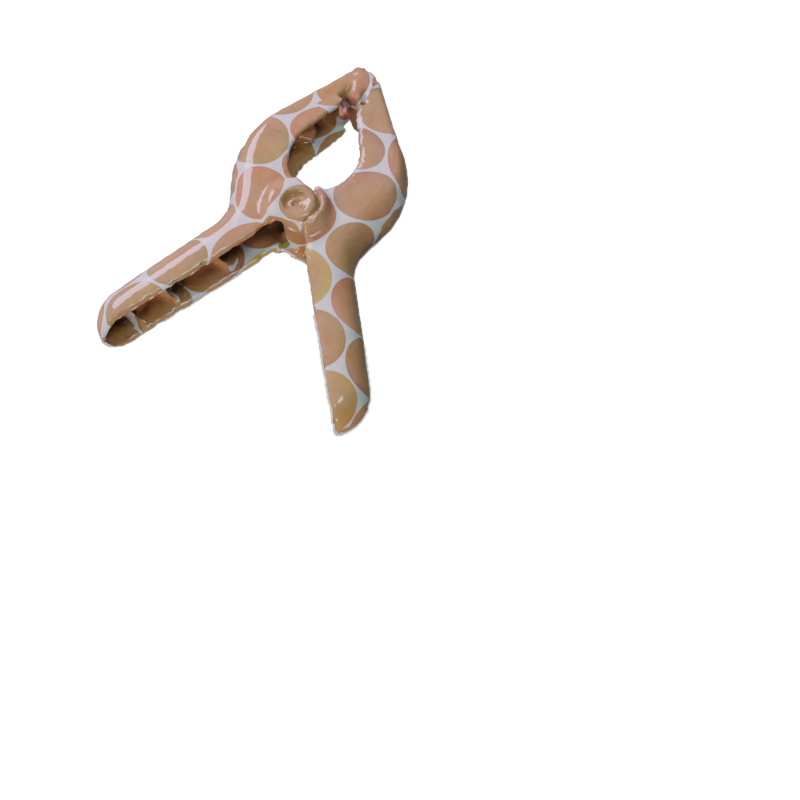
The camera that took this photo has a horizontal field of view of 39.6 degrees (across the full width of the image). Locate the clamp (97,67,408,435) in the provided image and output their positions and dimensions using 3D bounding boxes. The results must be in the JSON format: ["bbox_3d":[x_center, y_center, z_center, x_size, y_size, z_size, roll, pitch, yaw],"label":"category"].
[{"bbox_3d":[-0.038,-0.069,0.483,0.124,0.176,0.037,28,-21,11],"label":"clamp"}]
